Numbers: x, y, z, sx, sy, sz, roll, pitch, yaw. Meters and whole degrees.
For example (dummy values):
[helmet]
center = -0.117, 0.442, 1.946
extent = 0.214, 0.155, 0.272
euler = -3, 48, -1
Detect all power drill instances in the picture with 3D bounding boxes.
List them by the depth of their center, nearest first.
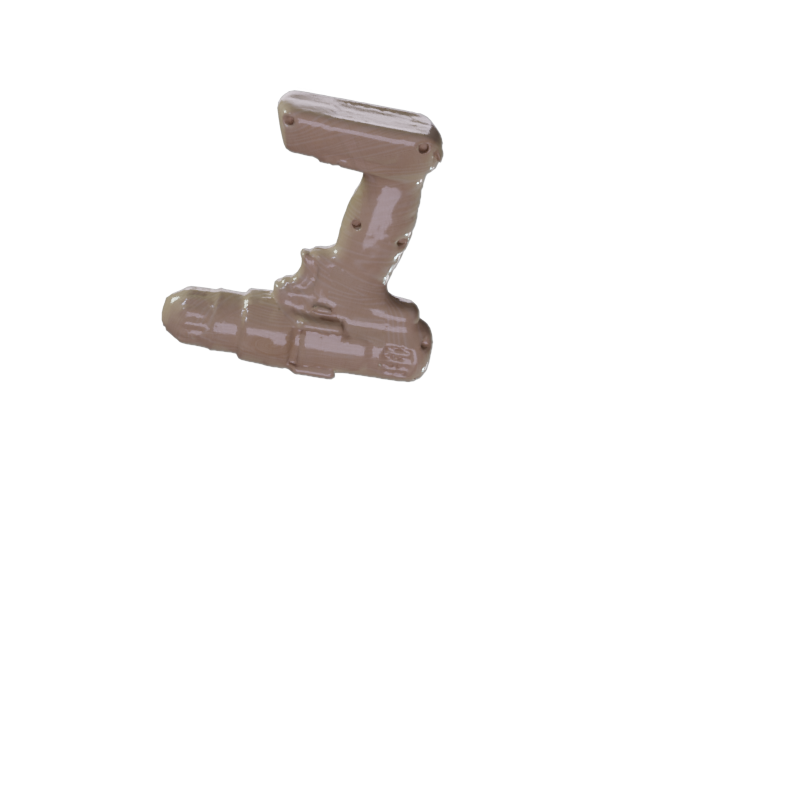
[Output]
[power drill]
center = -0.057, -0.104, 0.727
extent = 0.183, 0.179, 0.061
euler = 9, 27, -5
